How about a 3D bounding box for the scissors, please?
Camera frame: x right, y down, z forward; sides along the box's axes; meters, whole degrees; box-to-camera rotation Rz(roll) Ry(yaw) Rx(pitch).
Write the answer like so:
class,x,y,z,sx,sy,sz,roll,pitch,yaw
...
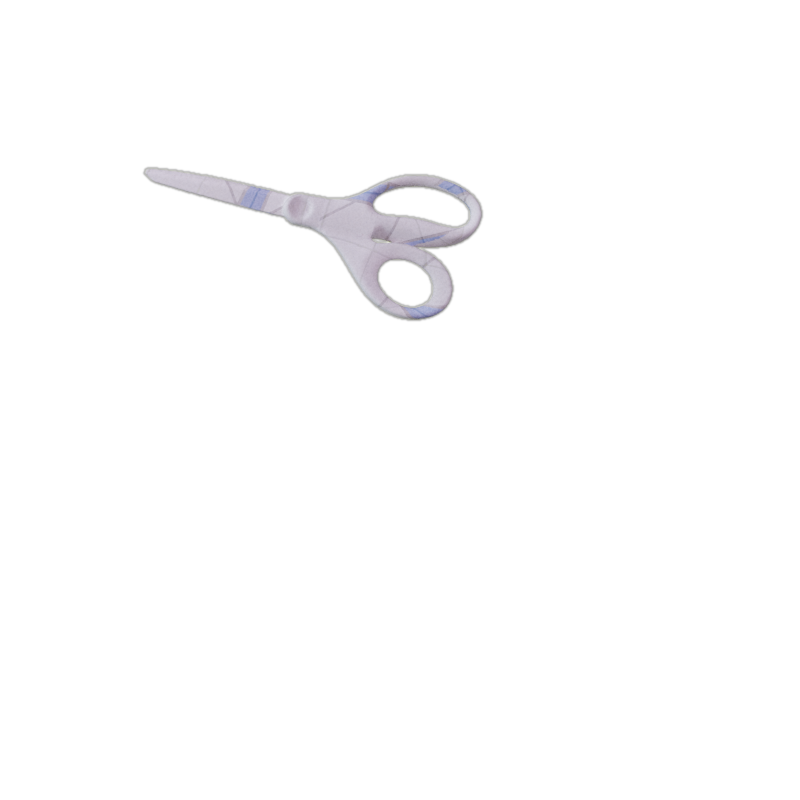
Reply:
class,x,y,z,sx,sy,sz,roll,pitch,yaw
scissors,-0.052,-0.094,0.660,0.201,0.099,0.015,-1,-13,0
